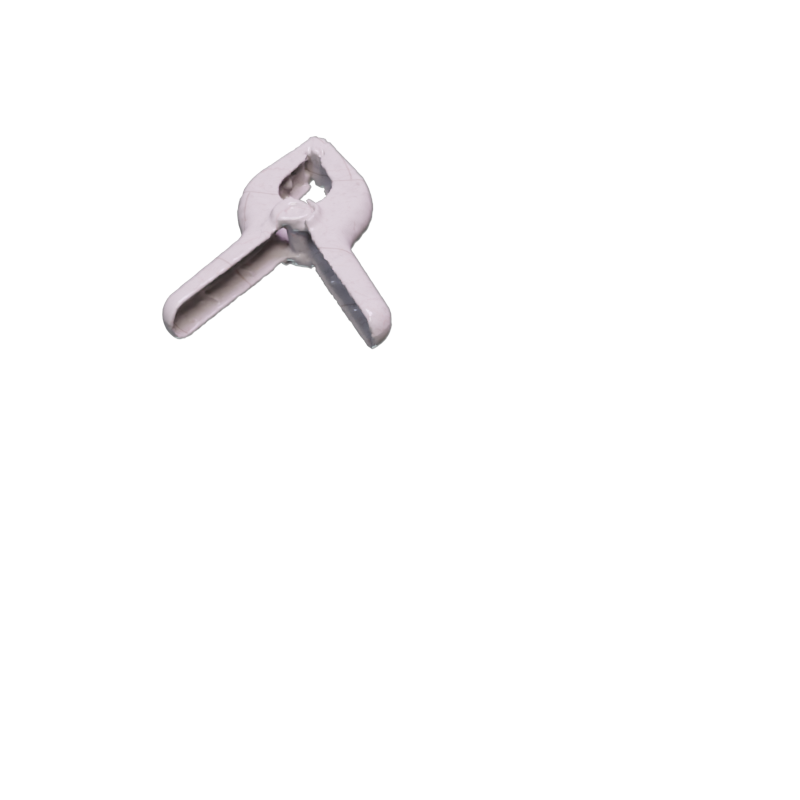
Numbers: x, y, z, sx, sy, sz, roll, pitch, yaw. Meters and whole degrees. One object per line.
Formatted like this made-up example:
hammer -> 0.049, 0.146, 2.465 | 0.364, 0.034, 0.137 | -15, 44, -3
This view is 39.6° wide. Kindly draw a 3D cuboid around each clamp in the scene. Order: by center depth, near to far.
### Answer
clamp -> -0.049, -0.089, 0.625 | 0.123, 0.180, 0.036 | 11, -42, 10
